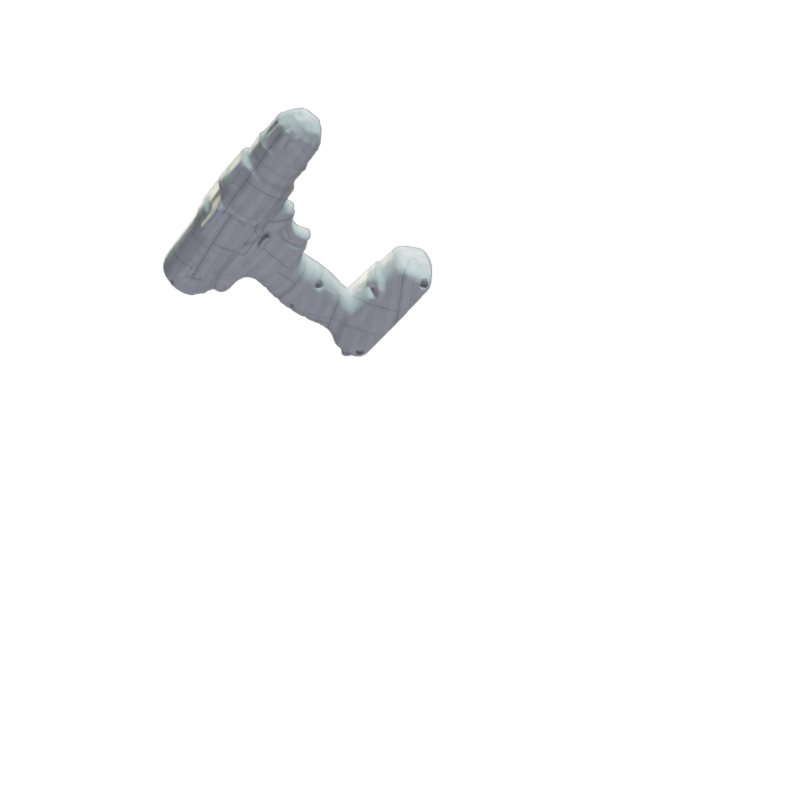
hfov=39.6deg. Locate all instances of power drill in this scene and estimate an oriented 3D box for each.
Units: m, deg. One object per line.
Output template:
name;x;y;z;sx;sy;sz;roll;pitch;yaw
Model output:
power drill;-0.069;-0.126;0.880;0.179;0.061;0.180;30;-57;-22
